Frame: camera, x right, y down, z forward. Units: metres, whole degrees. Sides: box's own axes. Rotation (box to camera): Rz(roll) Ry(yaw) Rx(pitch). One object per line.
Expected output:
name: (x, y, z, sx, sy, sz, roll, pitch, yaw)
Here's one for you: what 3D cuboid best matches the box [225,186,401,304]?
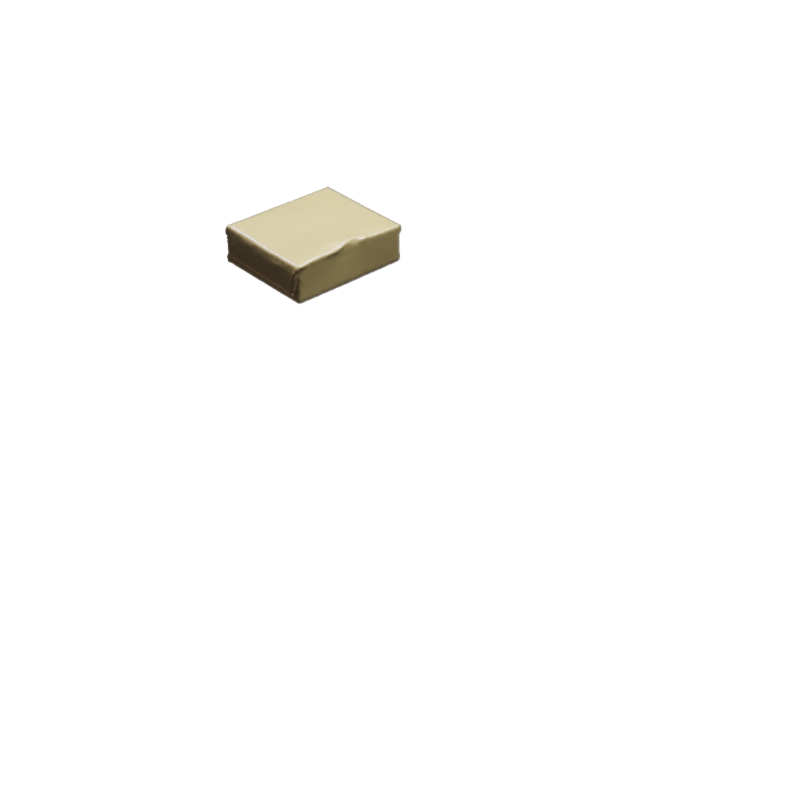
box: (-0.056, -0.101, 0.710, 0.089, 0.028, 0.078, -27, 42, -34)
